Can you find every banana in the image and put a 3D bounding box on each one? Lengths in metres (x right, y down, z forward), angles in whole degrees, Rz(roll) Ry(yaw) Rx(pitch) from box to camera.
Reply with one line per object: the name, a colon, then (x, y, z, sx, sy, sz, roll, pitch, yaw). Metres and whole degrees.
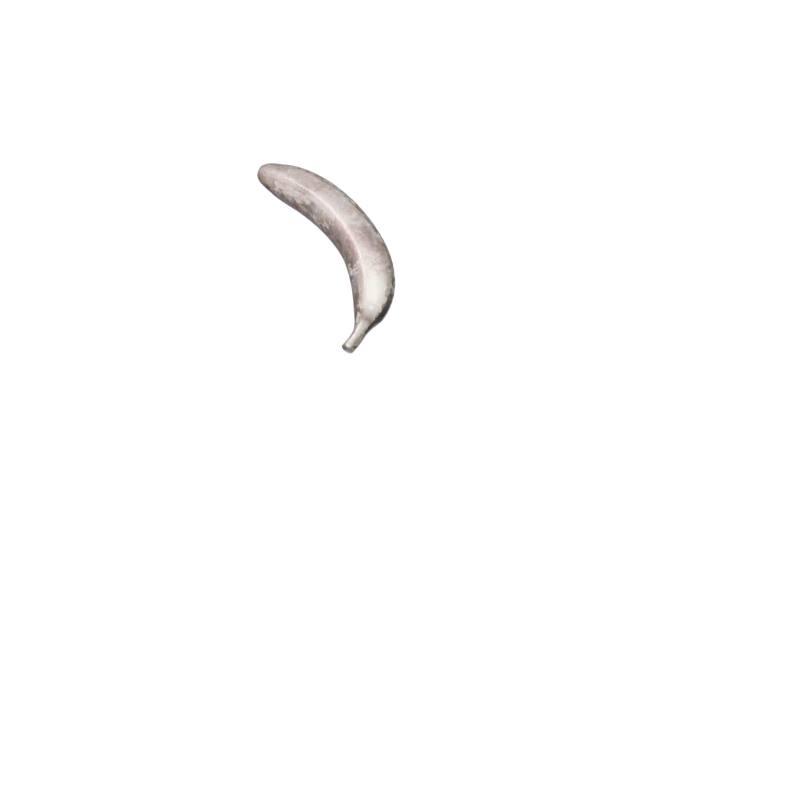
banana: (-0.053, -0.134, 0.919, 0.069, 0.213, 0.034, -20, -31, -13)
